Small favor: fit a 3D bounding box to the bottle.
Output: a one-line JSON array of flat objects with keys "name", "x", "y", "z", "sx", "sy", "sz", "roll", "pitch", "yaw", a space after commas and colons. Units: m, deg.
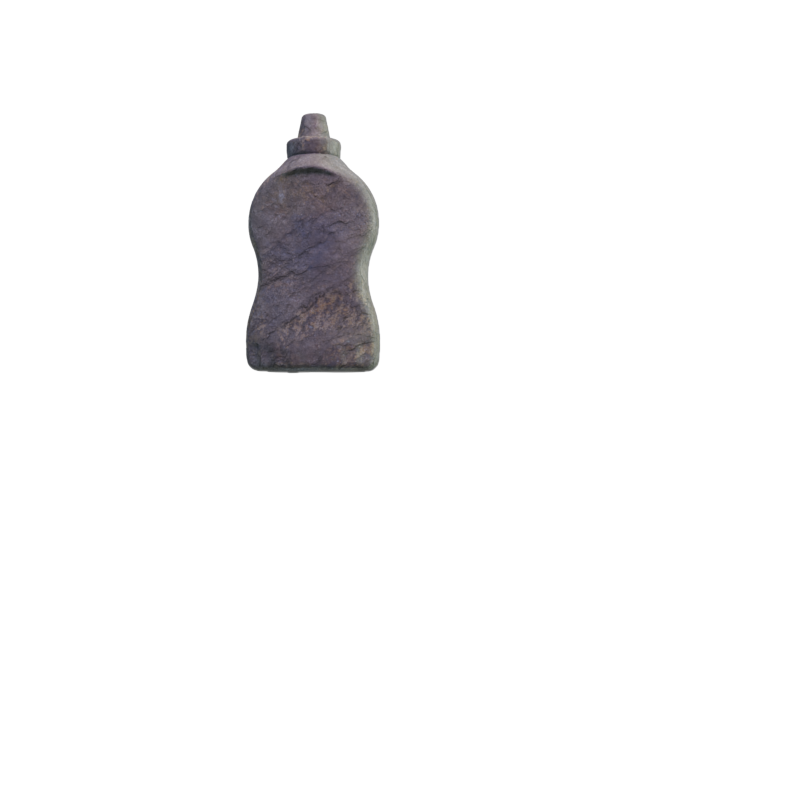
[{"name": "bottle", "x": -0.064, "y": -0.117, "z": 0.819, "sx": 0.097, "sy": 0.195, "sz": 0.057, "roll": -2, "pitch": -7, "yaw": 10}]
